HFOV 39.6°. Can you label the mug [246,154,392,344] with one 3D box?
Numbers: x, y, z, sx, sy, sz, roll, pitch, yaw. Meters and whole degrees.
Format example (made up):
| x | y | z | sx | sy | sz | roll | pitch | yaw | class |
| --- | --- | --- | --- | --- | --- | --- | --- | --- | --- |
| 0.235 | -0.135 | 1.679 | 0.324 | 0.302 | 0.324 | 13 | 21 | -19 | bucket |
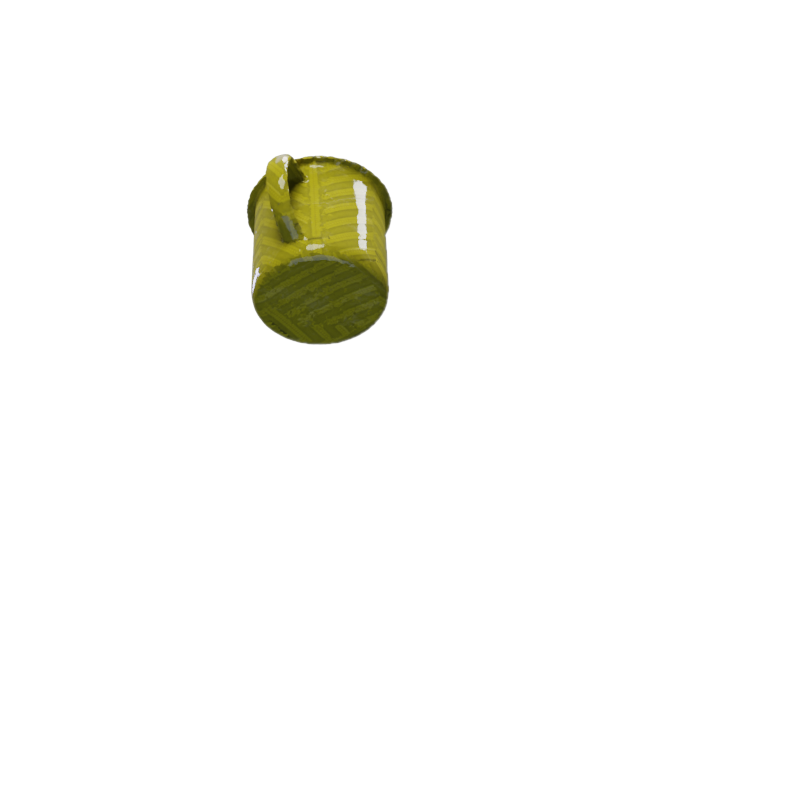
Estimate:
| x | y | z | sx | sy | sz | roll | pitch | yaw | class |
| --- | --- | --- | --- | --- | --- | --- | --- | --- | --- |
| -0.053 | -0.096 | 0.671 | 0.094 | 0.088 | 0.108 | -13 | -44 | 12 | mug |
